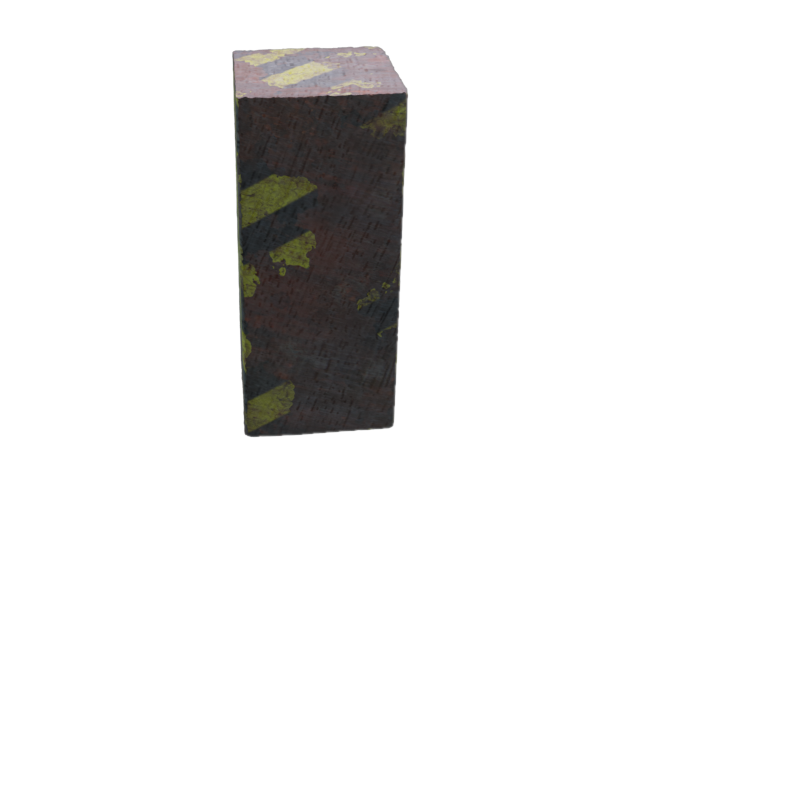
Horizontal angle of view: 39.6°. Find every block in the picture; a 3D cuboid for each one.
[{"bbox_3d":[-0.050,-0.092,0.642,0.089,0.195,0.097,-2,28,-8],"label":"block"}]
